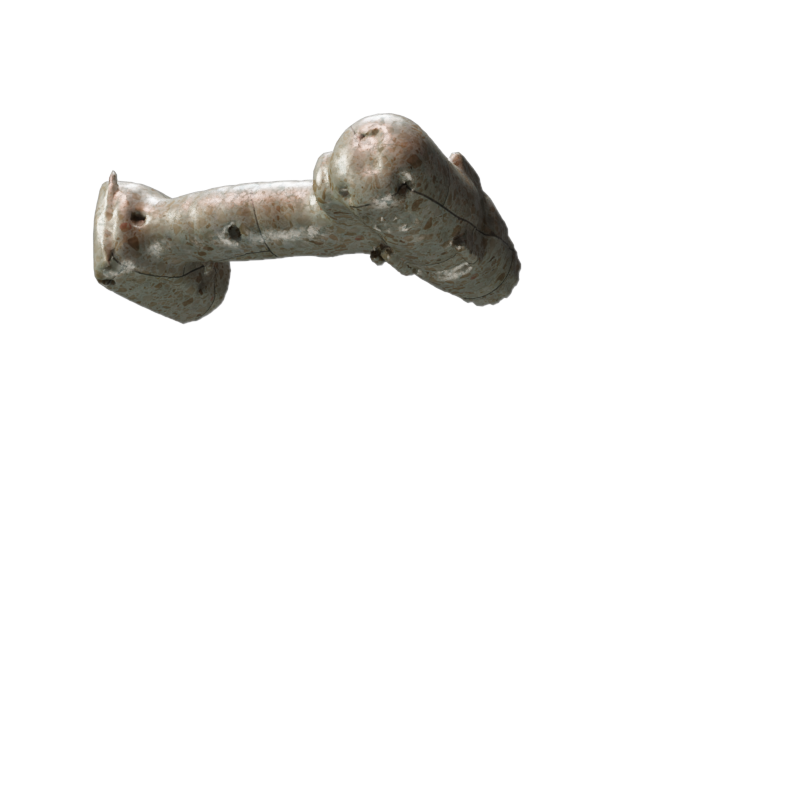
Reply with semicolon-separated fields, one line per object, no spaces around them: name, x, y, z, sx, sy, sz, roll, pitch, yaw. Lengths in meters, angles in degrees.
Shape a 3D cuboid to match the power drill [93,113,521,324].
power drill;-0.044;-0.080;0.560;0.191;0.060;0.173;-6;-17;21
